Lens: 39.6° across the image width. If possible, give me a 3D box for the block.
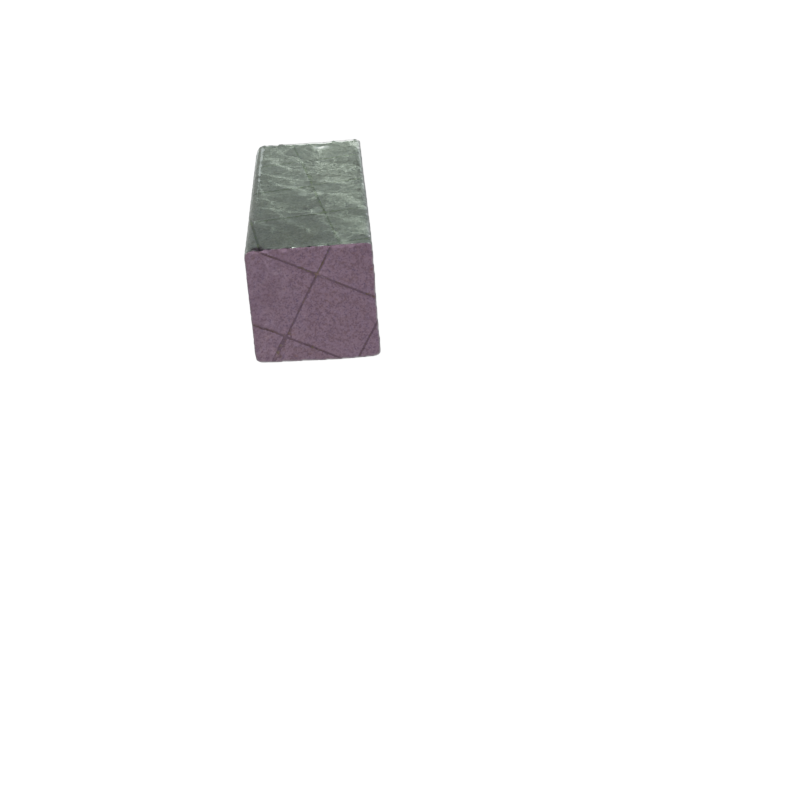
[{"bbox_3d":[-0.068,-0.122,0.855,0.090,0.085,0.219,-5,31,-1],"label":"block"}]
